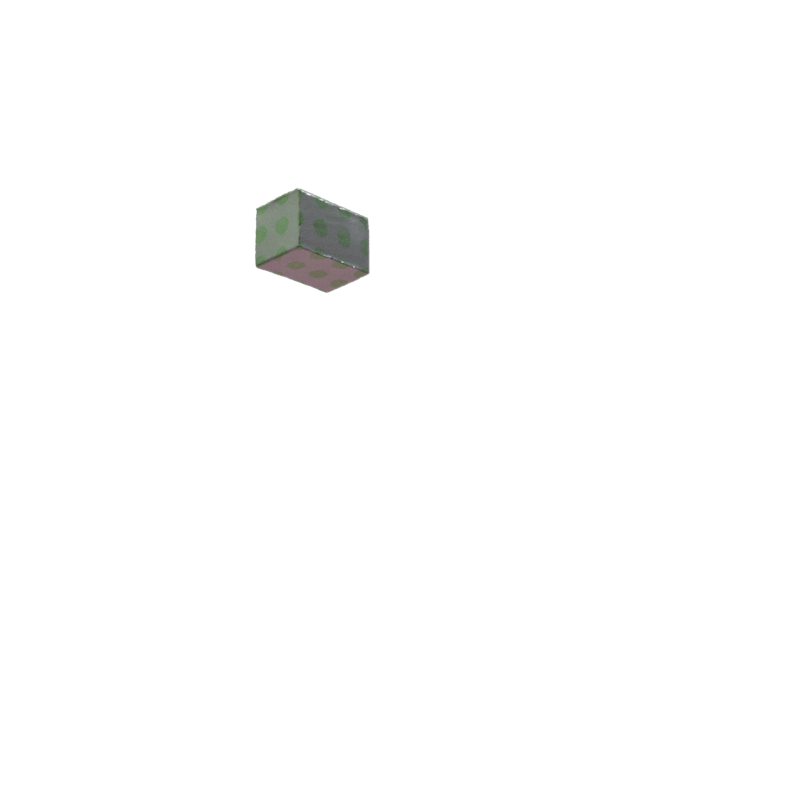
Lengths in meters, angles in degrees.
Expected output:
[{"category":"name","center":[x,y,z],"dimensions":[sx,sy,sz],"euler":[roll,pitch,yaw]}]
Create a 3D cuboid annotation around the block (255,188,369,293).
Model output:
[{"category":"block","center":[-0.068,-0.124,0.870],"dimensions":[0.053,0.054,0.073],"euler":[-21,-28,41]}]
